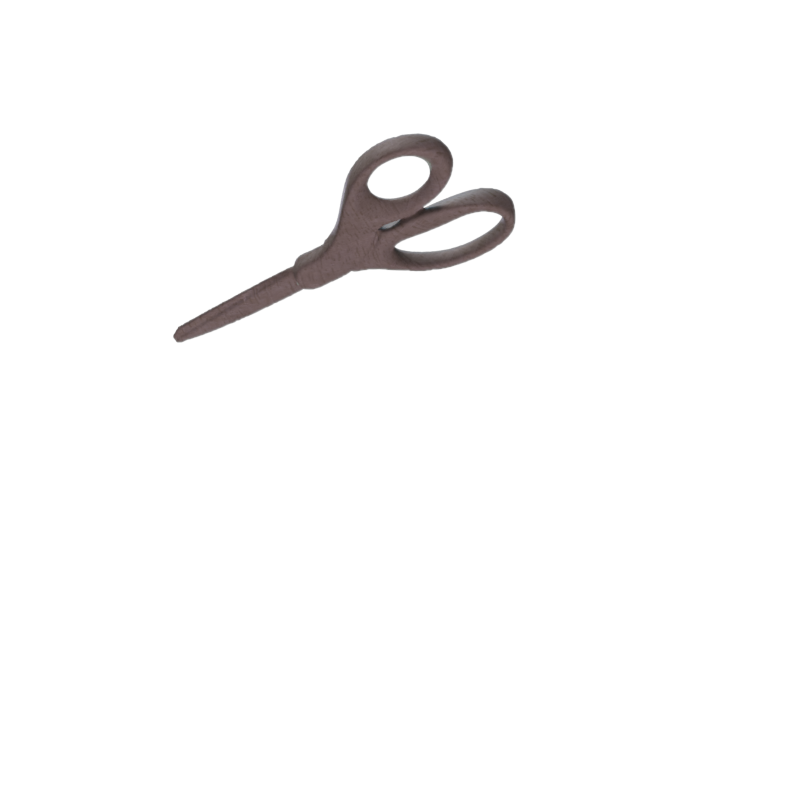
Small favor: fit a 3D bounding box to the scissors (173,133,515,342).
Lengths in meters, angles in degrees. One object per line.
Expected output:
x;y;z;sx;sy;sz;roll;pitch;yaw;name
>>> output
-0.044;-0.080;0.563;0.204;0.017;0.089;-13;-41;15;scissors
